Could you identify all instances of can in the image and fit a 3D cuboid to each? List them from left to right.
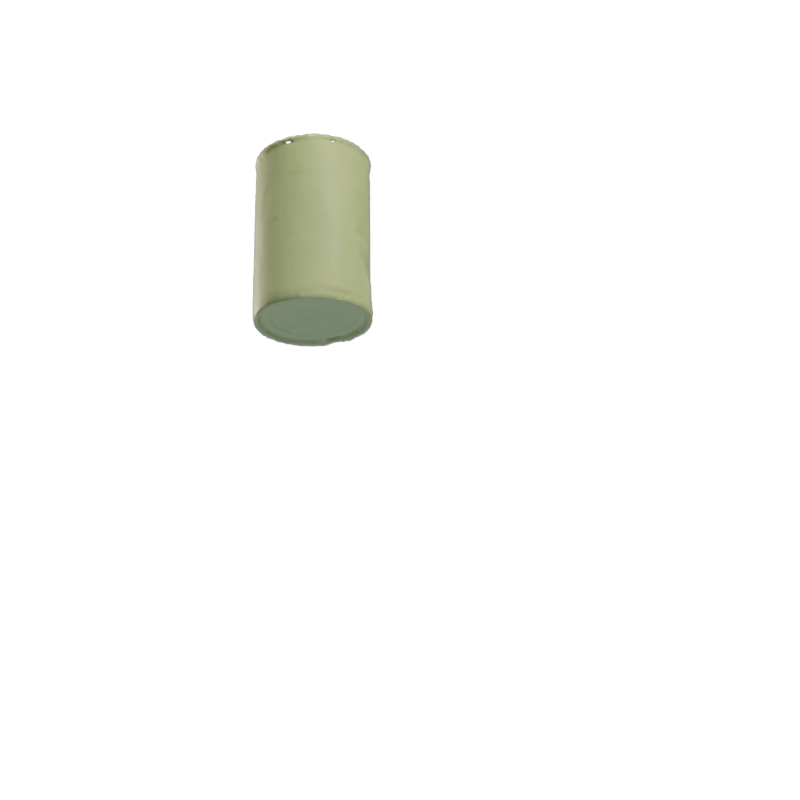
[{"bbox_3d":[-0.049,-0.090,0.627,0.068,0.108,0.065,0,-25,-2],"label":"can"}]
